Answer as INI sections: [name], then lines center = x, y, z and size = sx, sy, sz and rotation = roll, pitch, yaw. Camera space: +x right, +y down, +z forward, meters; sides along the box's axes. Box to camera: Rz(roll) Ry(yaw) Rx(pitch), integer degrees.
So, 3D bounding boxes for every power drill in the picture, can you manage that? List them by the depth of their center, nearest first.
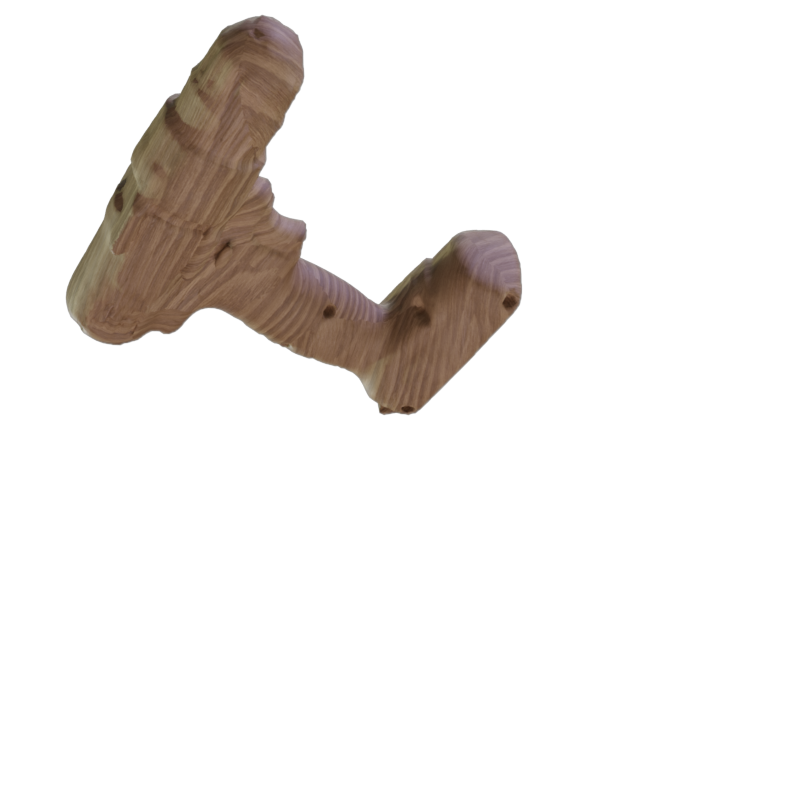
[power drill]
center = -0.040, -0.073, 0.512
size = 0.180, 0.062, 0.179
rotation = 23, -48, -22
